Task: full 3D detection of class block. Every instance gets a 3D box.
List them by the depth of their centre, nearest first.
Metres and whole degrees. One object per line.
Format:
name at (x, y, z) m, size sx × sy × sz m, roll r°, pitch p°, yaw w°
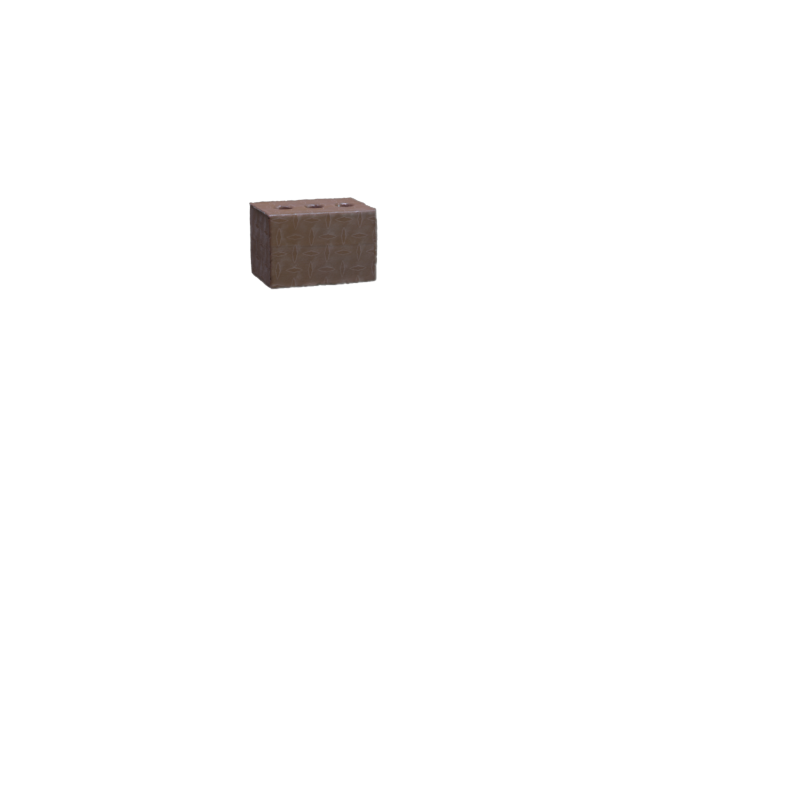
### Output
block at (-0.059, -0.108, 0.758) m, size 0.076 × 0.050 × 0.056 m, roll -6°, pitch 16°, yaw -19°
